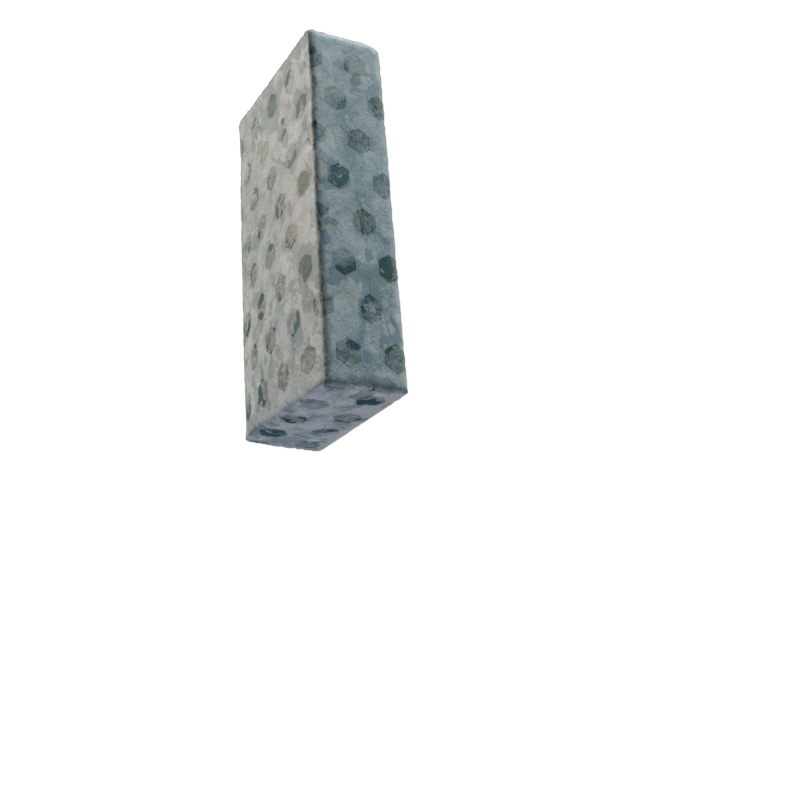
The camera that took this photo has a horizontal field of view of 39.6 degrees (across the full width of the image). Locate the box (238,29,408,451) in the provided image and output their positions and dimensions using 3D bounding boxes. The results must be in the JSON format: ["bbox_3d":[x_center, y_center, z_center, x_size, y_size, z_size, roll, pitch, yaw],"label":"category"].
[{"bbox_3d":[-0.040,-0.074,0.521,0.046,0.186,0.092,11,-27,-26],"label":"box"}]
